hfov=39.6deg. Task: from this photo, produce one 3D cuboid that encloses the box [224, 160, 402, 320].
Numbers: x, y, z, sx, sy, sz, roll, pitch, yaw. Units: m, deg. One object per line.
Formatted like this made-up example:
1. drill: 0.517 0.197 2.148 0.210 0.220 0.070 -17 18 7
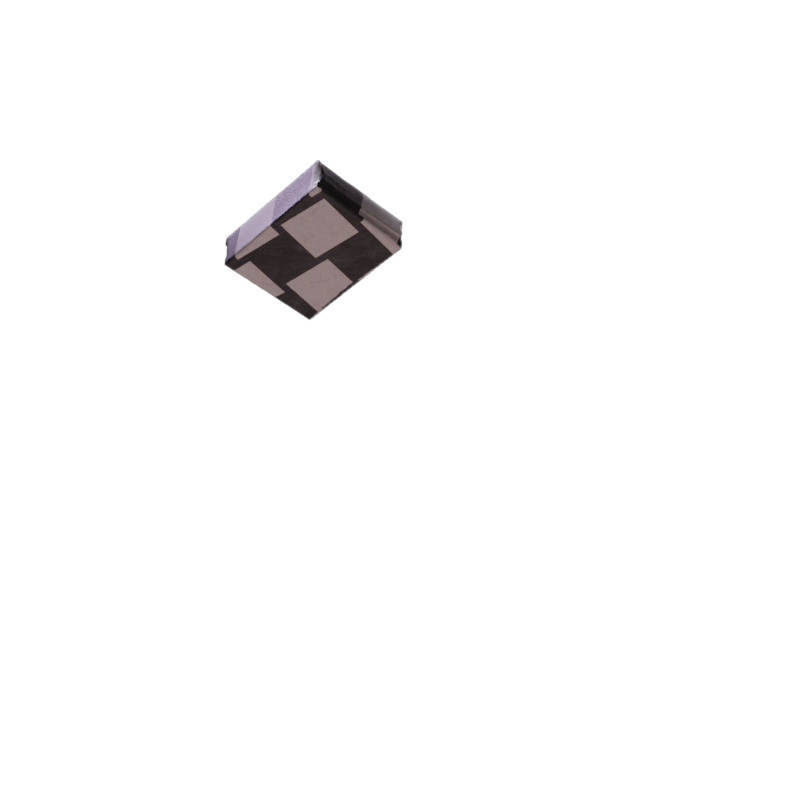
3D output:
1. box: -0.054 -0.099 0.693 0.069 0.032 0.088 34 -54 -30
